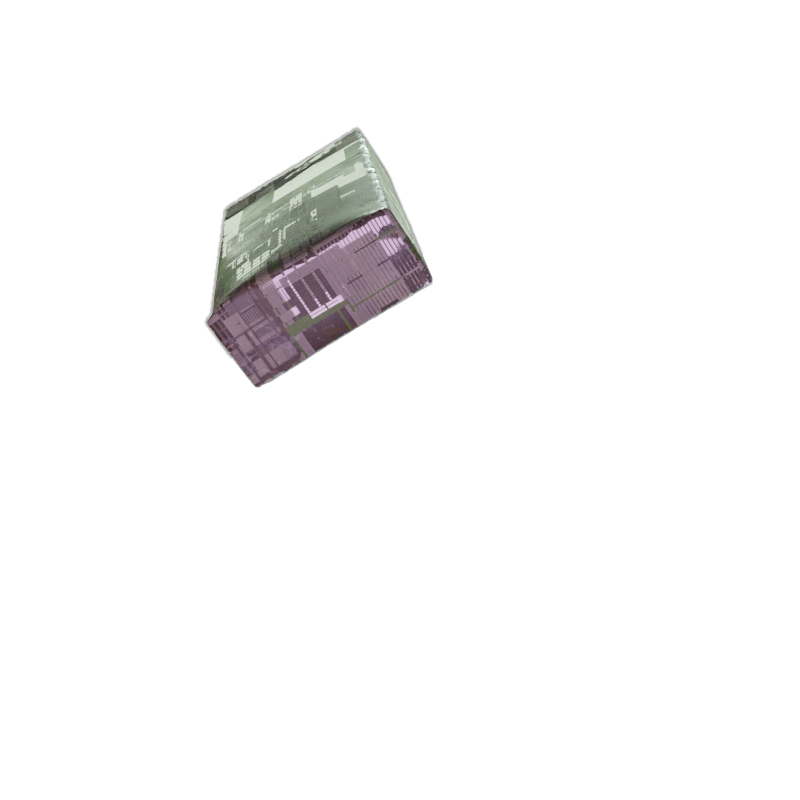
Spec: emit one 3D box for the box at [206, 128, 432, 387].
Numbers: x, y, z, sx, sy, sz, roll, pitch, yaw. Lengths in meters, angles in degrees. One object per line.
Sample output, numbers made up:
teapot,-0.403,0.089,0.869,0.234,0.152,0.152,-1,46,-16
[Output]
box,-0.043,-0.078,0.548,0.093,0.046,0.184,-30,21,8
